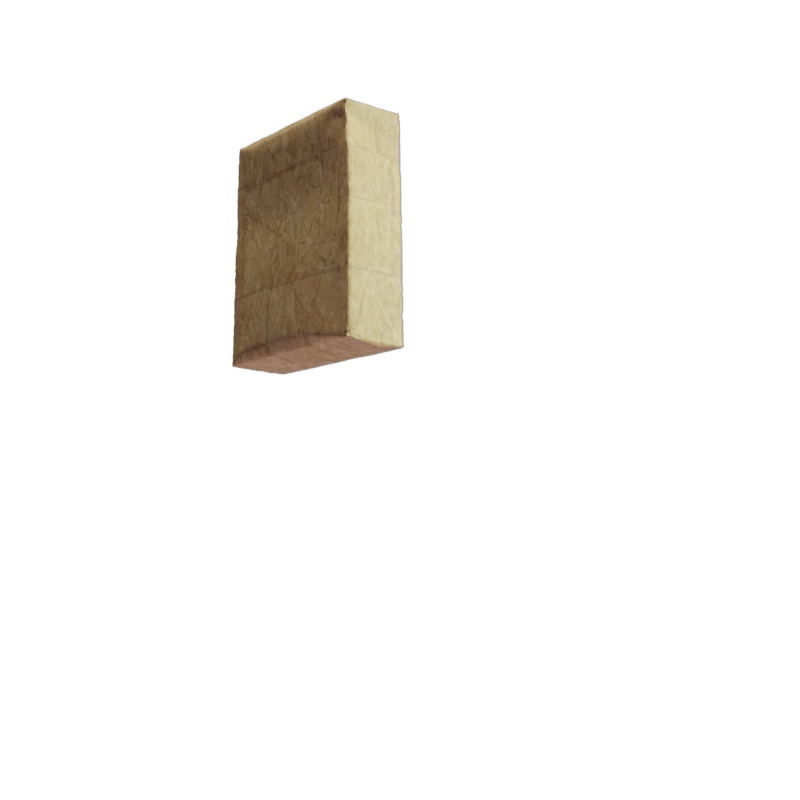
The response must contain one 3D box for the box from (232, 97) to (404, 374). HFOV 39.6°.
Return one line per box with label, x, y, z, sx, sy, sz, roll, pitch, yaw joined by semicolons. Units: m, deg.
box;-0.077;-0.141;0.986;0.068;0.222;0.167;12;-18;-41
